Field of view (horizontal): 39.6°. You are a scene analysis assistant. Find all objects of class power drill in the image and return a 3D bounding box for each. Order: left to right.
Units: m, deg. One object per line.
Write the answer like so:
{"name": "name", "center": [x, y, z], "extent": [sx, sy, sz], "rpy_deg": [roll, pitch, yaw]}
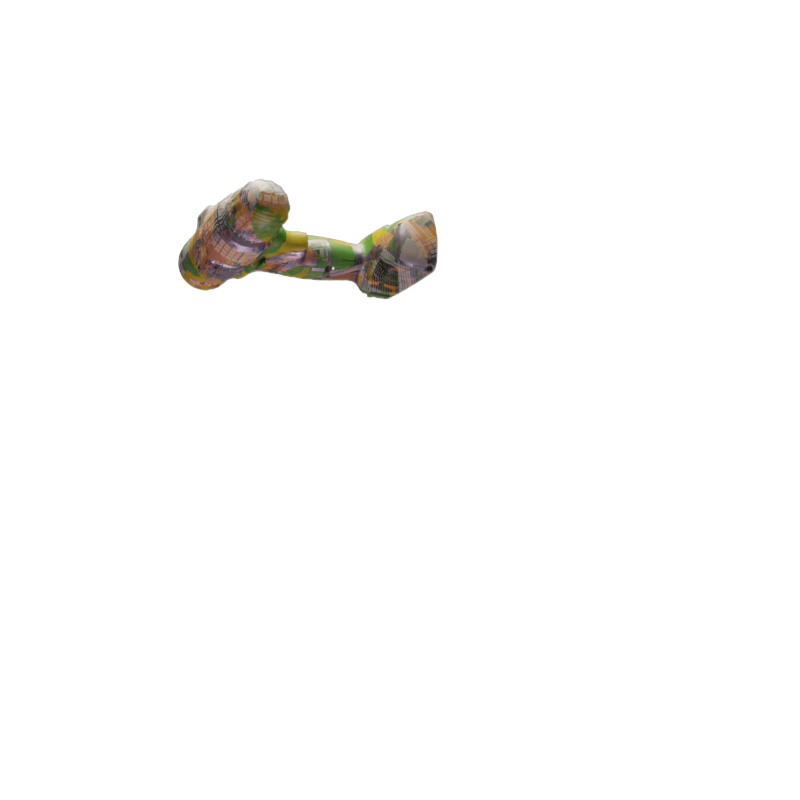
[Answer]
{"name": "power drill", "center": [-0.069, -0.126, 0.881], "extent": [0.182, 0.059, 0.185], "rpy_deg": [4, -10, -24]}
